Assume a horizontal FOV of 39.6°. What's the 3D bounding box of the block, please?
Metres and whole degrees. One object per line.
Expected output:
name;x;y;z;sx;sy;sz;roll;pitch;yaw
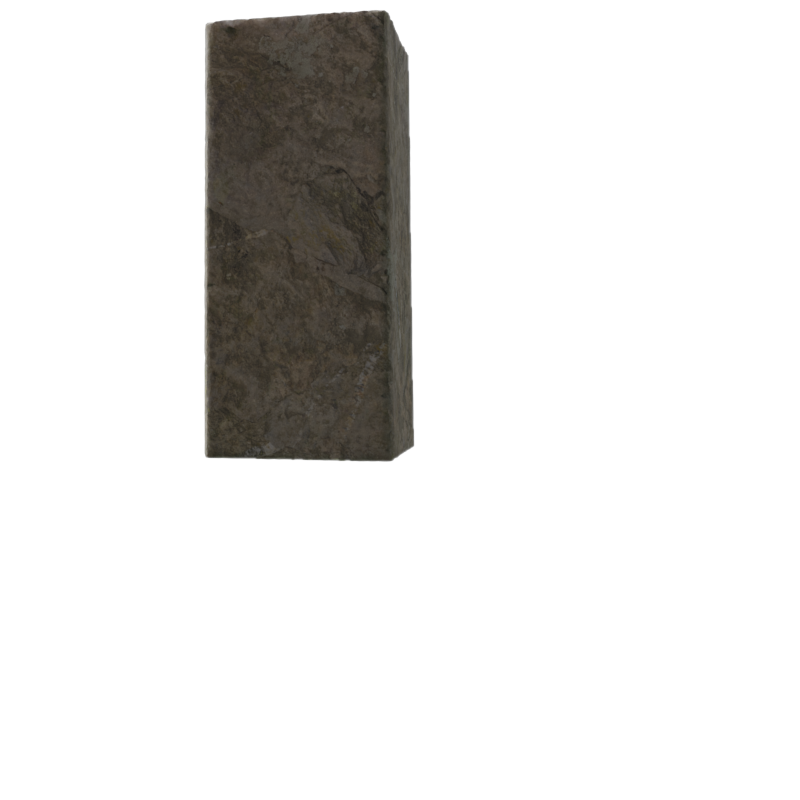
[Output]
block;-0.044;-0.079;0.552;0.092;0.209;0.088;-1;-4;10
